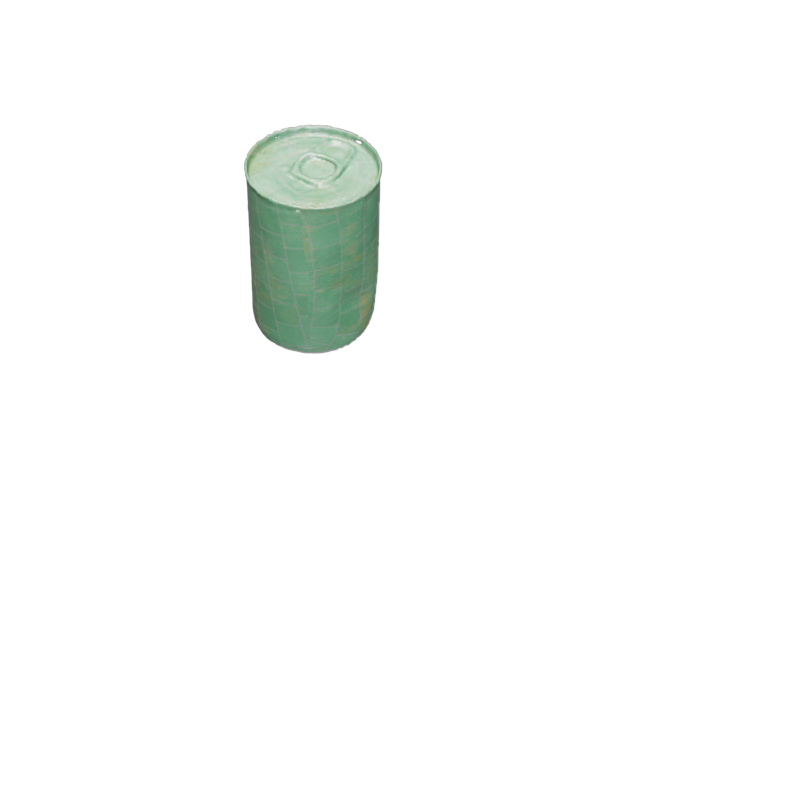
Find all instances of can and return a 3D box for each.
[{"bbox_3d":[-0.045,-0.082,0.577,0.068,0.074,0.095,0,-45,-3],"label":"can"}]
